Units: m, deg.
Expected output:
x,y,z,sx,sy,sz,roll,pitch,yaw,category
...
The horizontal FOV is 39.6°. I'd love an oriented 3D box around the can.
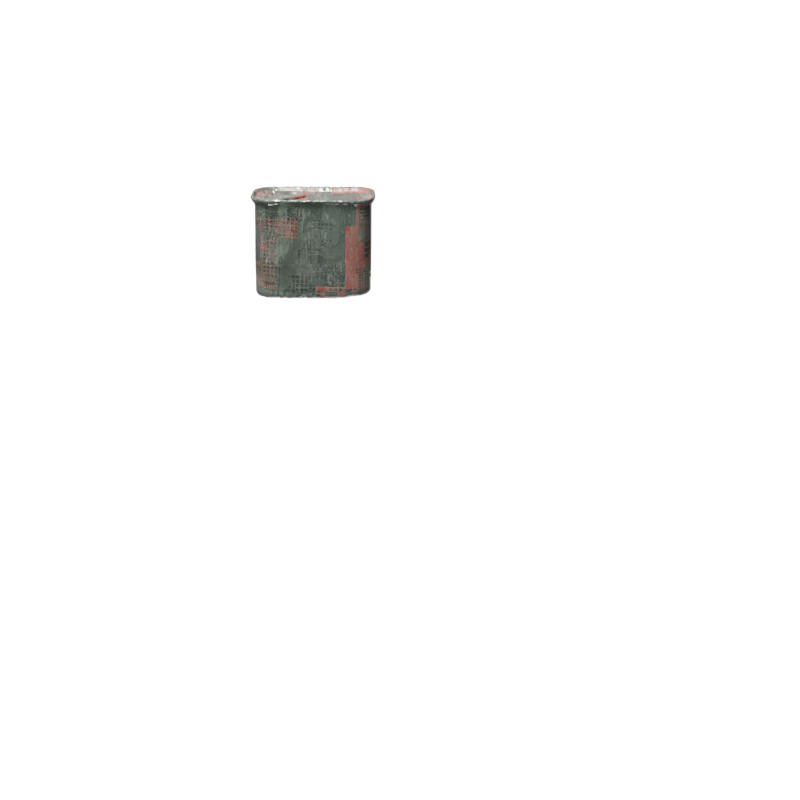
x,y,z,sx,sy,sz,roll,pitch,yaw,category
-0.073,-0.132,0.925,0.102,0.081,0.060,1,17,0,can
